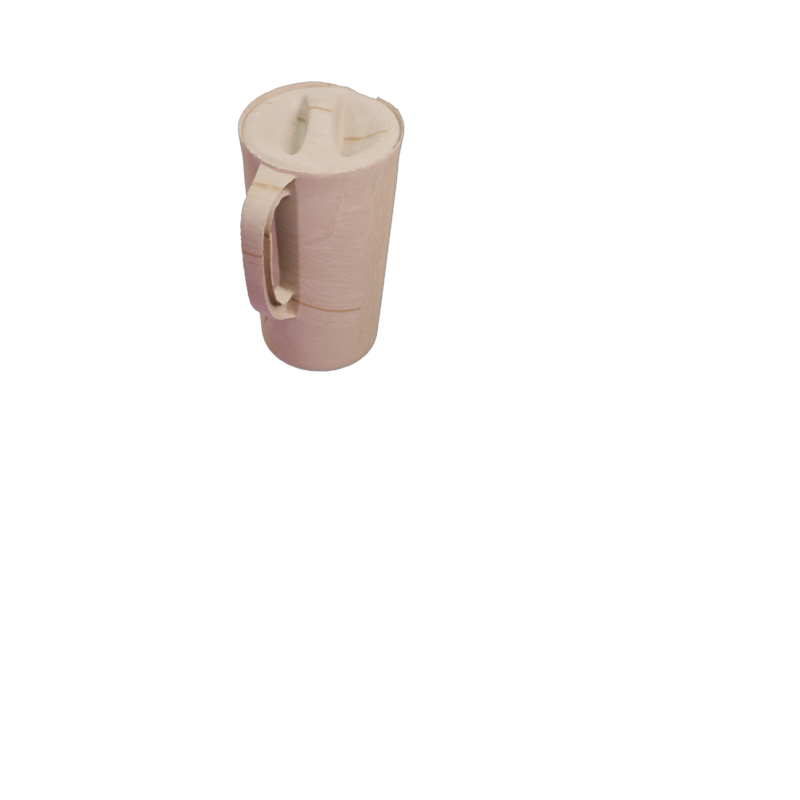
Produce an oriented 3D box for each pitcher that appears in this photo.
[{"bbox_3d":[-0.074,-0.136,0.951,0.147,0.226,0.157,-11,45,-14],"label":"pitcher"}]
